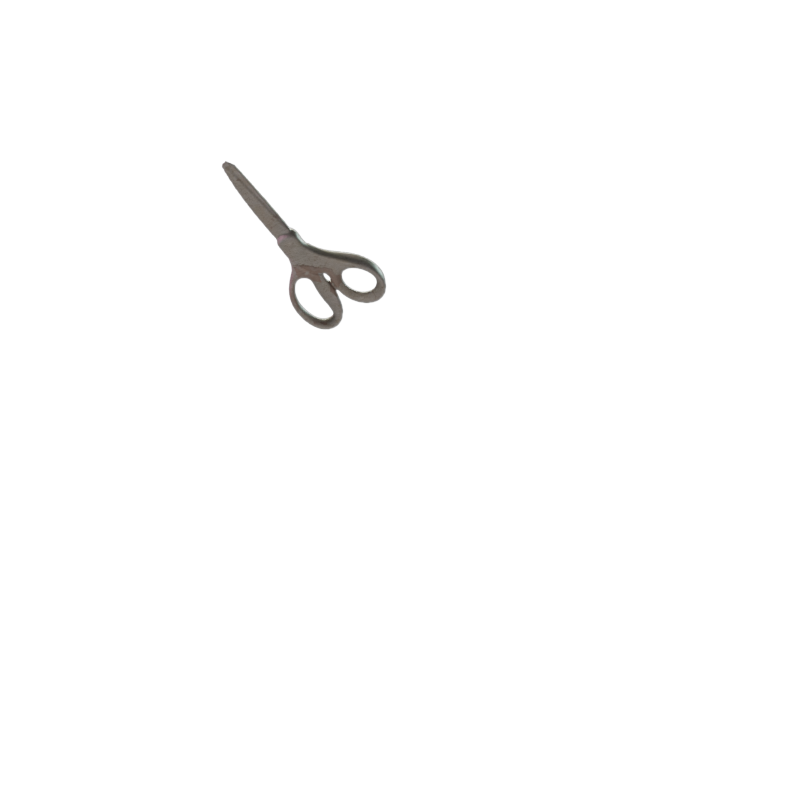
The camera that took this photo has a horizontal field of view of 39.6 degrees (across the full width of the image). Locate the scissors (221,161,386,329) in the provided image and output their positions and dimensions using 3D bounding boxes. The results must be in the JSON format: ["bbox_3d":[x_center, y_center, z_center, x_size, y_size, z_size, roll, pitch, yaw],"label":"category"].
[{"bbox_3d":[-0.074,-0.135,0.947,0.097,0.017,0.186,-11,-46,10],"label":"scissors"}]
